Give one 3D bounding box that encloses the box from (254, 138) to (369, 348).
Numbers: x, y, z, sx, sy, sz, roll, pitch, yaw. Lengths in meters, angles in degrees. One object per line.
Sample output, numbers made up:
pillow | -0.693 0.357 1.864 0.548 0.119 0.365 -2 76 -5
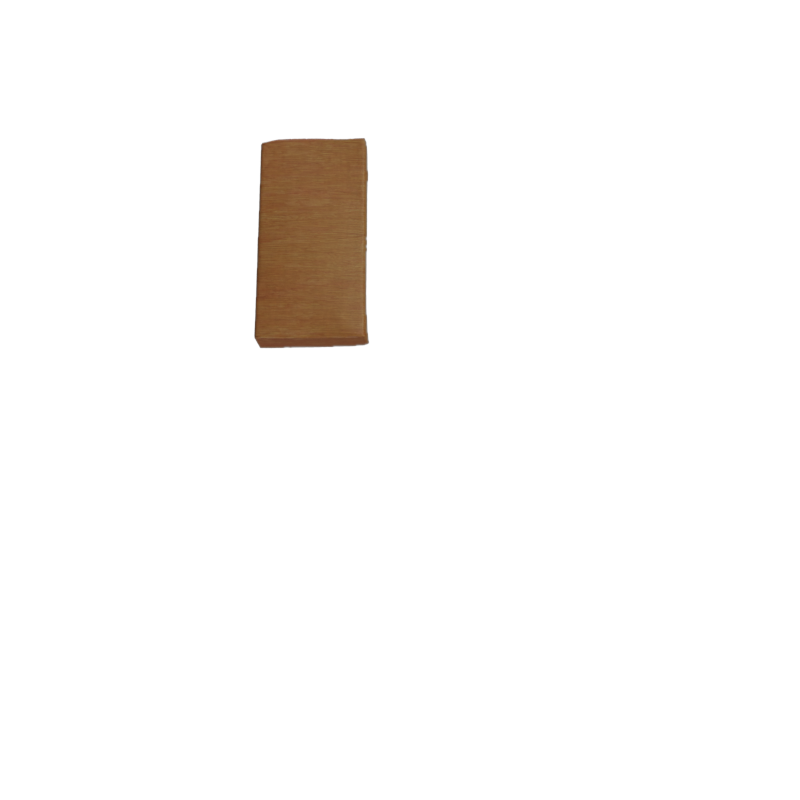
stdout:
box | -0.074 -0.134 0.937 0.094 0.183 0.046 -2 -15 3
